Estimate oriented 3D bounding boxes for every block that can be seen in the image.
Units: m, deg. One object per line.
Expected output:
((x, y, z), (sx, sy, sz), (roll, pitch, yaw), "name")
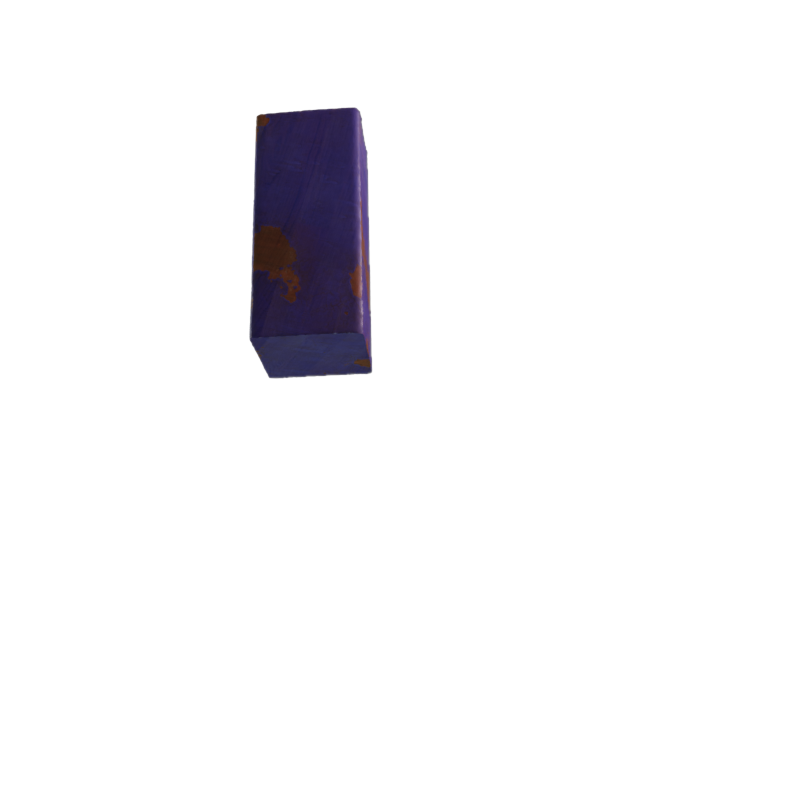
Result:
((-0.072, -0.133, 0.929), (0.091, 0.218, 0.085), (-4, -25, 4), "block")
